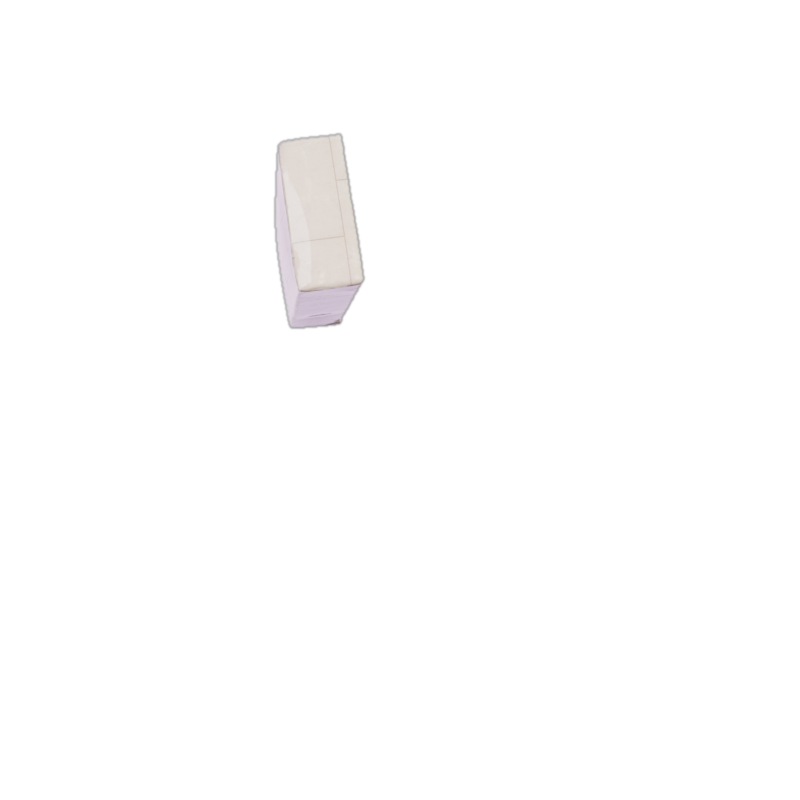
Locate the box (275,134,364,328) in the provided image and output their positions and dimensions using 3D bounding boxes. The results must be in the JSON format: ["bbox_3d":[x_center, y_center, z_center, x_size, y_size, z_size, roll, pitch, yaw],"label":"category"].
[{"bbox_3d":[-0.057,-0.104,0.729,0.048,0.096,0.173,-8,-5,-5],"label":"box"}]
